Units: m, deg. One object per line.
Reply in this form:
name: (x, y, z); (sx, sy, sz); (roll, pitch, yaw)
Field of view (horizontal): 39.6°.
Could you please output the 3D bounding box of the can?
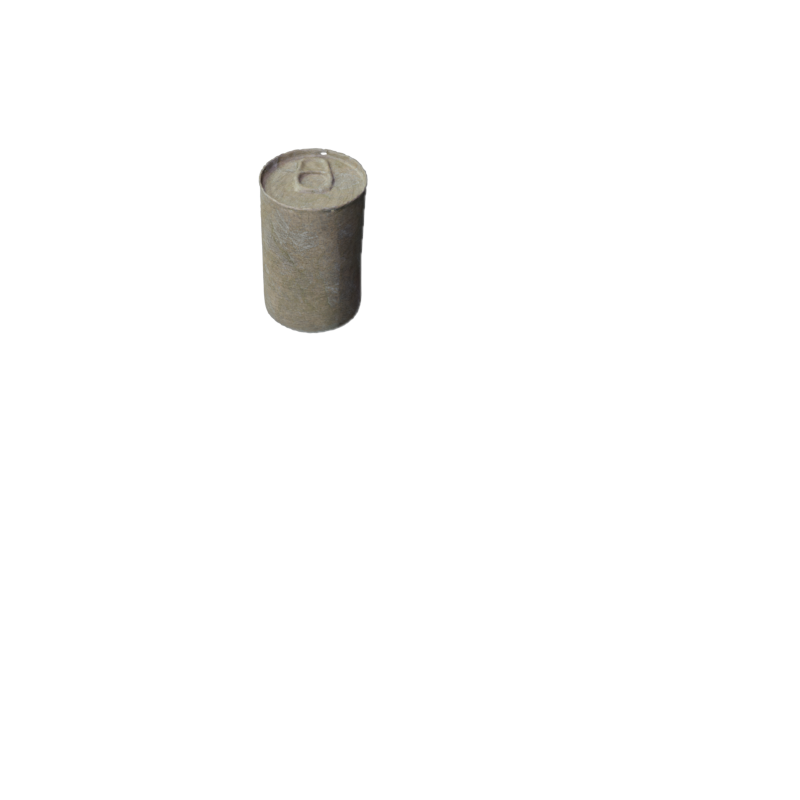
can: (-0.056, -0.103, 0.719); (0.068, 0.095, 0.073); (0, 42, -3)
